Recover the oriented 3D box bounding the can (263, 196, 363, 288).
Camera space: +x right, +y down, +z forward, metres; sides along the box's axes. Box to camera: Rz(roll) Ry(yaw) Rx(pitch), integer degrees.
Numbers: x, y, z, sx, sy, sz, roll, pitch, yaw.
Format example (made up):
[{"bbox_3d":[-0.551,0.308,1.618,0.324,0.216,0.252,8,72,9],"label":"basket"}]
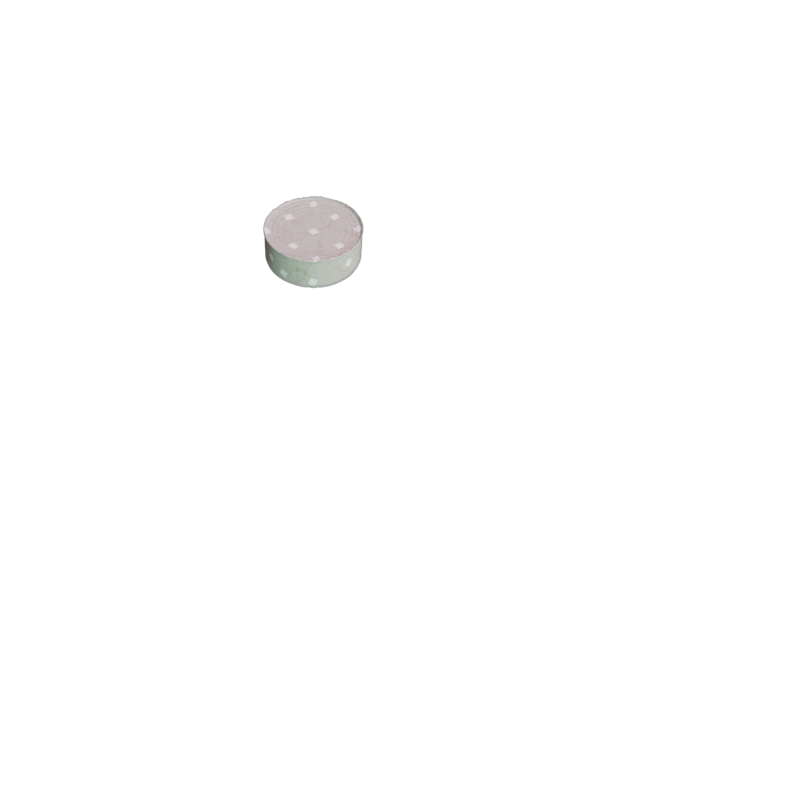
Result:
[{"bbox_3d":[-0.075,-0.137,0.957,0.086,0.092,0.031,-1,-45,-1],"label":"can"}]
